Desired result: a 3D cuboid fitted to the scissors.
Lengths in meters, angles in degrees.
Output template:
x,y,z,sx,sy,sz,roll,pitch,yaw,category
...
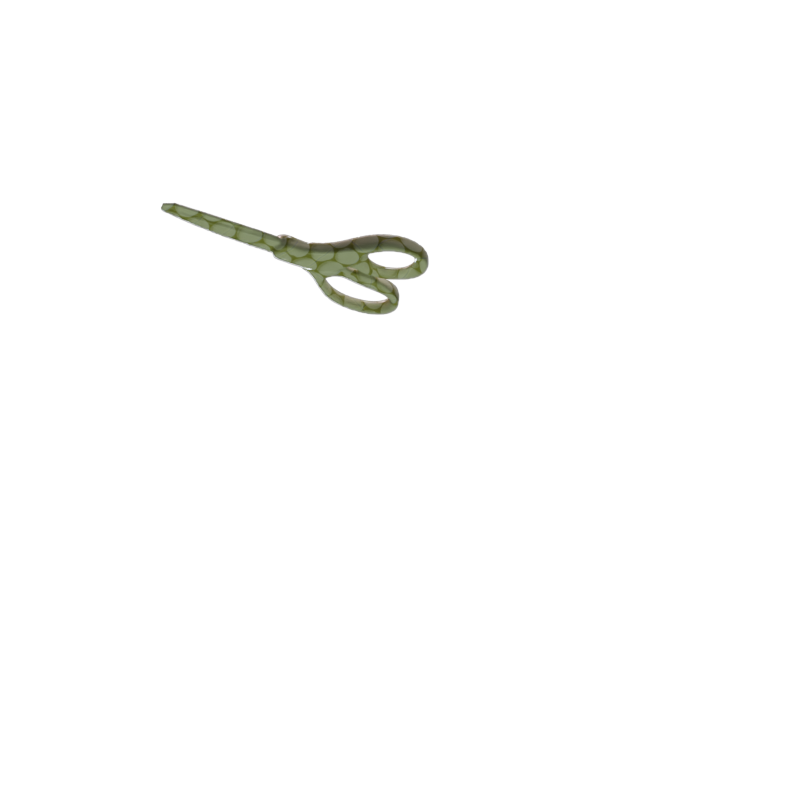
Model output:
x,y,z,sx,sy,sz,roll,pitch,yaw,category
-0.061,-0.112,0.785,0.096,0.017,0.189,-26,-40,36,scissors
